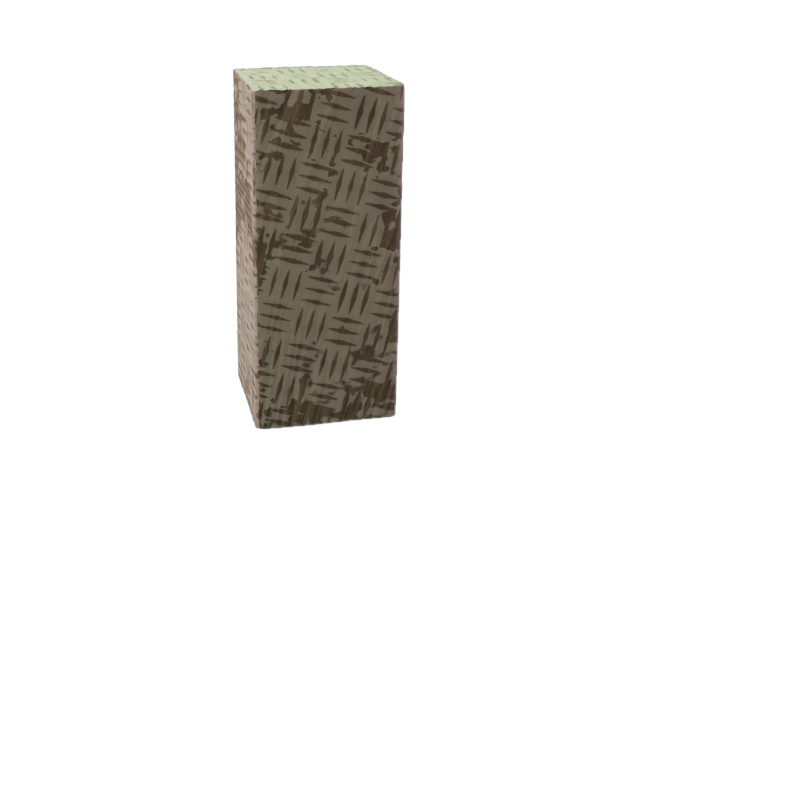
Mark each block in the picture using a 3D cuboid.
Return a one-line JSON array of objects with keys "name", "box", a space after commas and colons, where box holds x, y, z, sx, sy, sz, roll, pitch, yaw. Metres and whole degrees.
[{"name": "block", "box": [-0.053, -0.098, 0.687, 0.089, 0.198, 0.096, -3, 19, -14]}]
